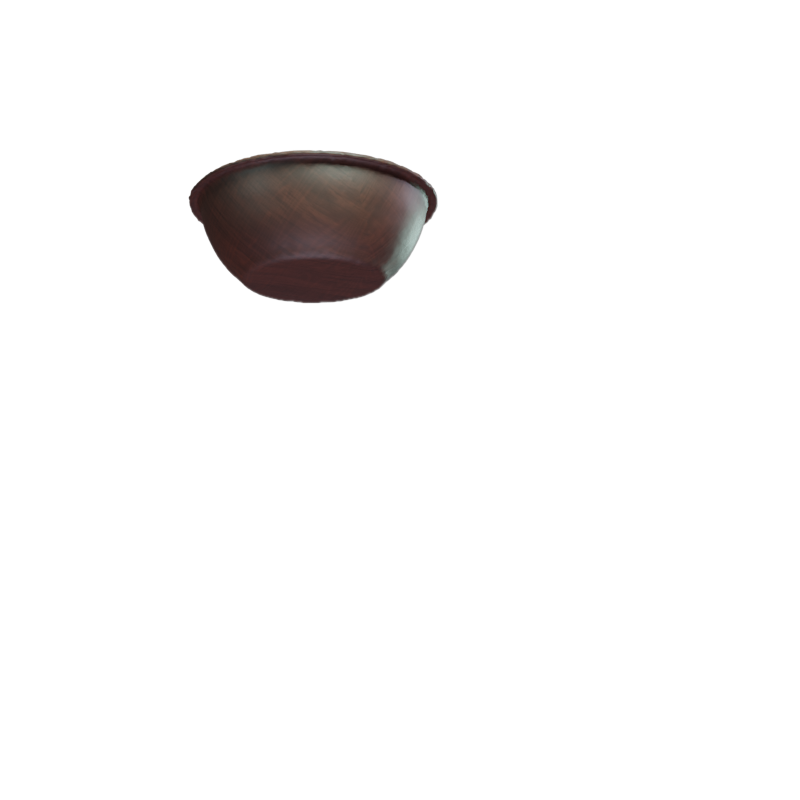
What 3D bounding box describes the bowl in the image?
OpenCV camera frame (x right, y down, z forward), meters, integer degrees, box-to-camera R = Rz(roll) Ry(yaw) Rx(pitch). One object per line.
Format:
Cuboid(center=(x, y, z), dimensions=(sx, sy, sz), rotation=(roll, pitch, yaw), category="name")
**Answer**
Cuboid(center=(-0.056, -0.102, 0.714), dimensions=(0.162, 0.057, 0.156), rotation=(0, -14, -2), category="bowl")
